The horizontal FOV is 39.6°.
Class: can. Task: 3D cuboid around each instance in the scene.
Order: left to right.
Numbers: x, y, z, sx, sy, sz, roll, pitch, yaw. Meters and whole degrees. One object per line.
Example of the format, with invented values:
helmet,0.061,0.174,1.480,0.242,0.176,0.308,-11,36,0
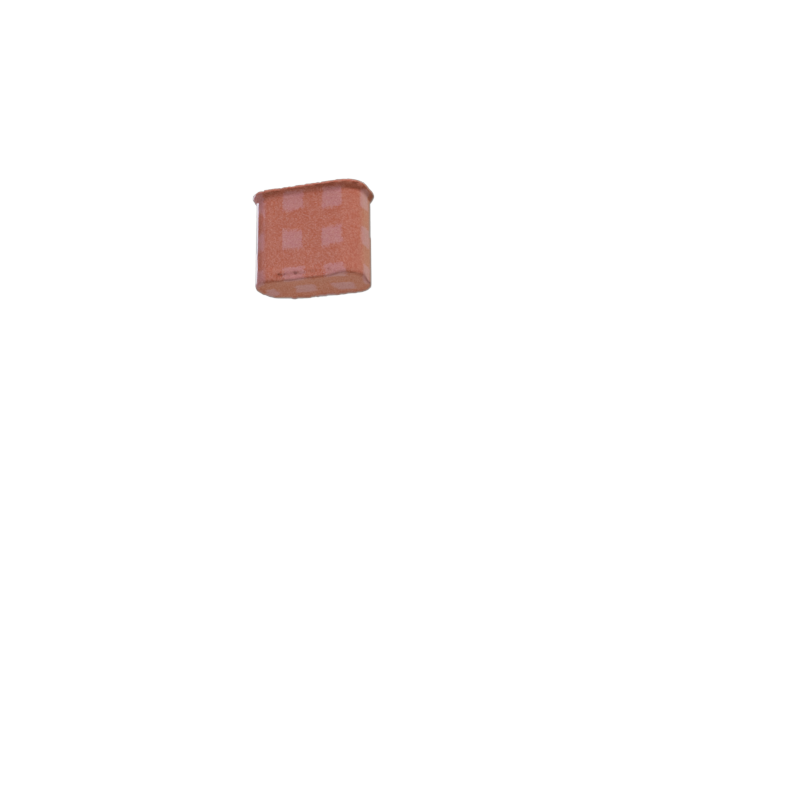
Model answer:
can,-0.074,-0.134,0.940,0.104,0.088,0.054,-6,-18,18
